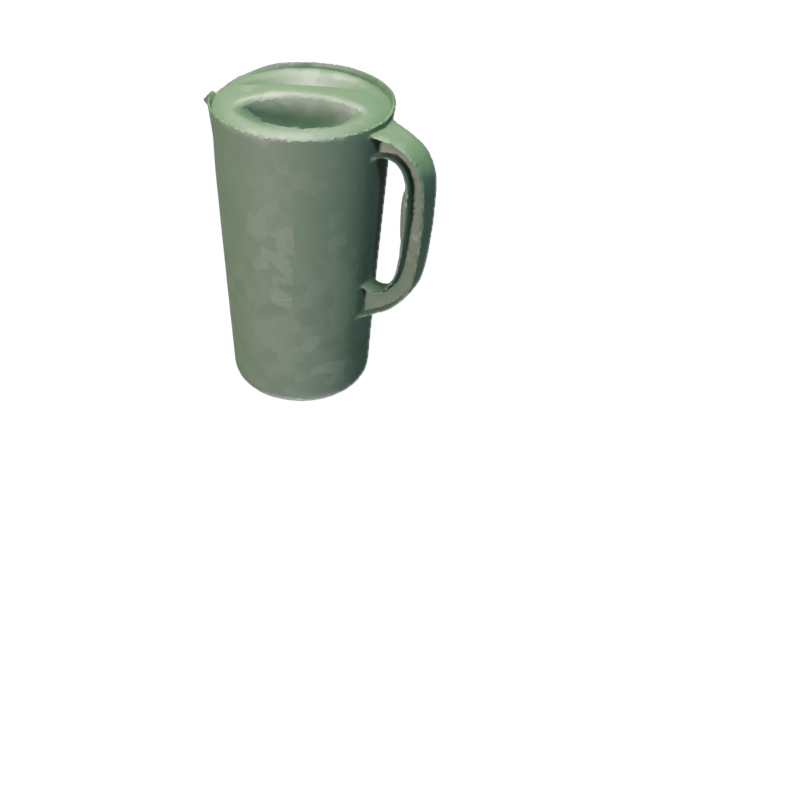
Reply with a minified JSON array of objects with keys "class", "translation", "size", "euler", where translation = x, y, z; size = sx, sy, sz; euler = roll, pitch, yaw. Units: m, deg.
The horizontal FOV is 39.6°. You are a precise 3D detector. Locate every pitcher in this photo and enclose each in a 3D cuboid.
[{"class":"pitcher","translation":[-0.065,-0.119,0.832],"size":[0.143,0.228,0.161],"euler":[-7,36,-13]}]
